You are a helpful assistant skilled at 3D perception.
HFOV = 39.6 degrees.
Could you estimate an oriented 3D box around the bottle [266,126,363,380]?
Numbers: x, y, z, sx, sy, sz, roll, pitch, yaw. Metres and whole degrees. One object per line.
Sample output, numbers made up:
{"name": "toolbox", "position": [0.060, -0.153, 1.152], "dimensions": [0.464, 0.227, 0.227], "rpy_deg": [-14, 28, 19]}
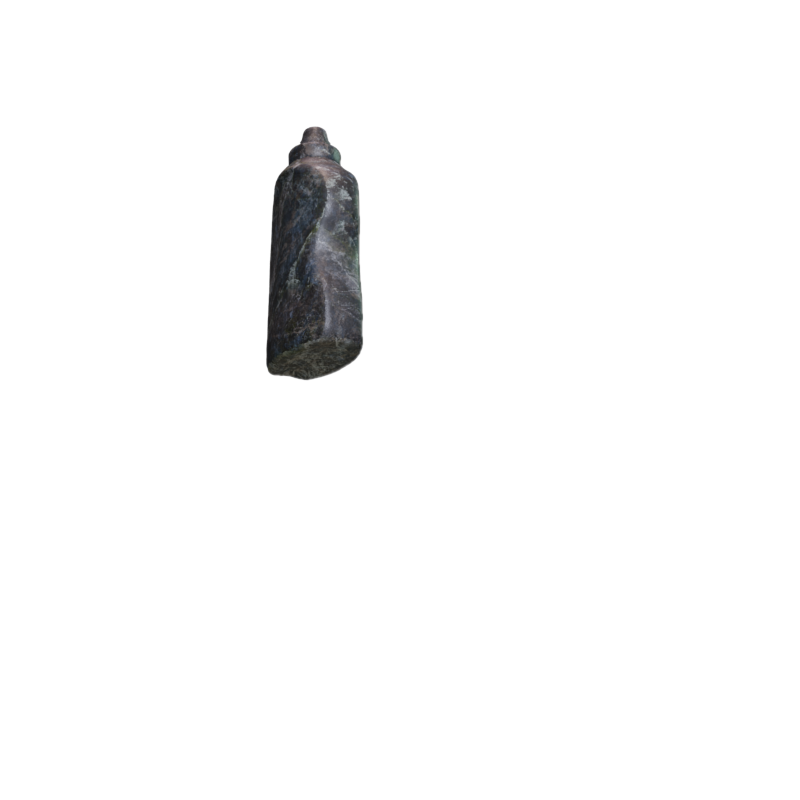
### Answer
{"name": "bottle", "position": [-0.065, -0.118, 0.830], "dimensions": [0.056, 0.202, 0.095], "rpy_deg": [10, -26, -26]}
